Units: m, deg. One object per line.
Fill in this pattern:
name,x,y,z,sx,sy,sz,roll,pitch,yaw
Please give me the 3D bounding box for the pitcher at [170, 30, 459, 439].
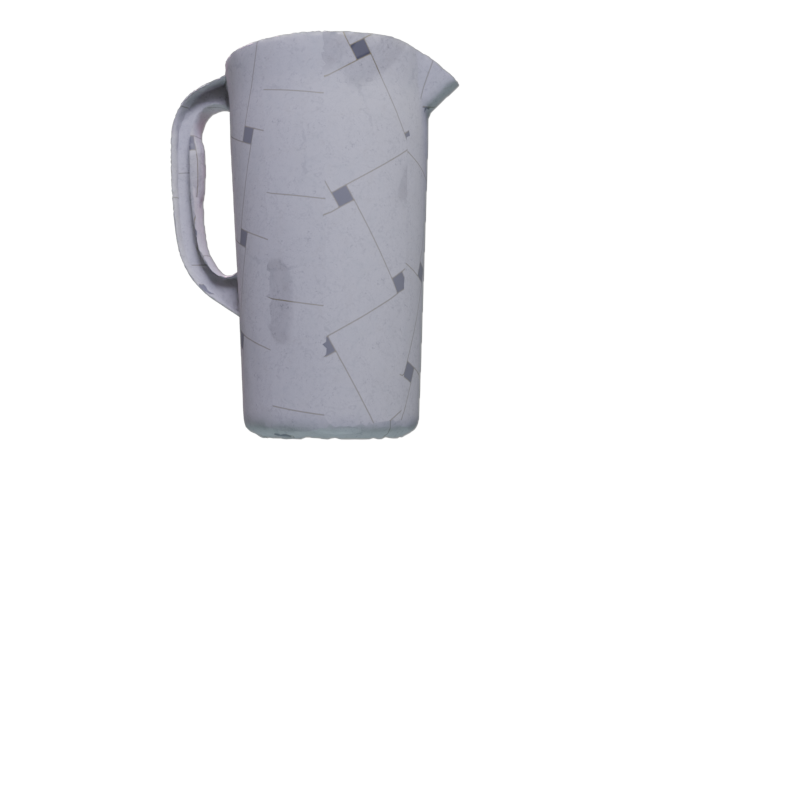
pitcher,-0.055,-0.100,0.699,0.139,0.248,0.152,3,-7,-32
